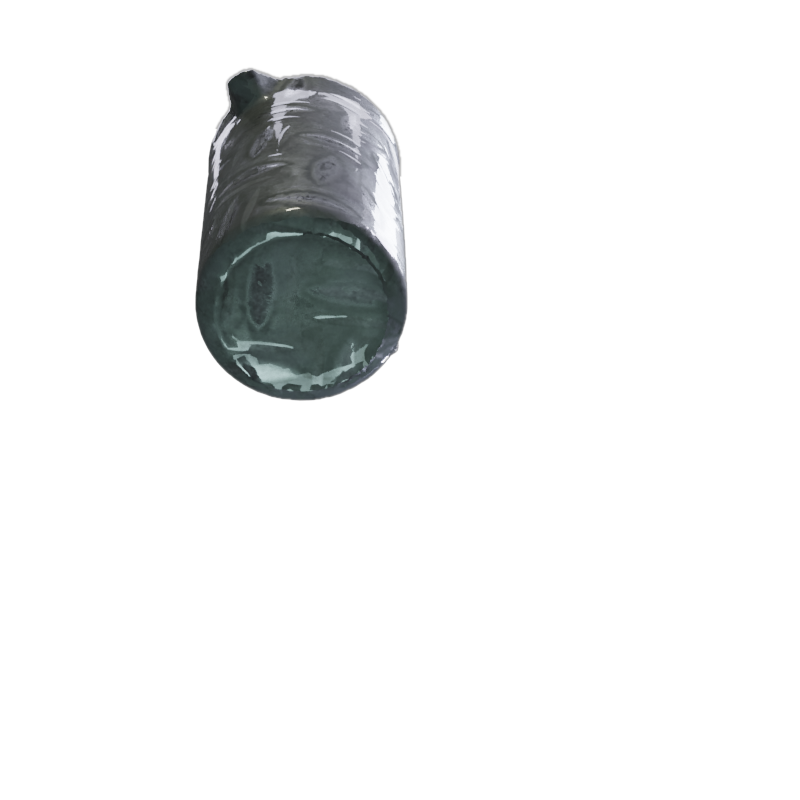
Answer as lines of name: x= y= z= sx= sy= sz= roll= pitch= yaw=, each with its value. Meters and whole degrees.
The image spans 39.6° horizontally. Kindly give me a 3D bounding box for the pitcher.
pitcher: x=-0.052 y=-0.095 z=0.666 sx=0.147 sy=0.139 sz=0.257 roll=13 pitch=26 yaw=-10
